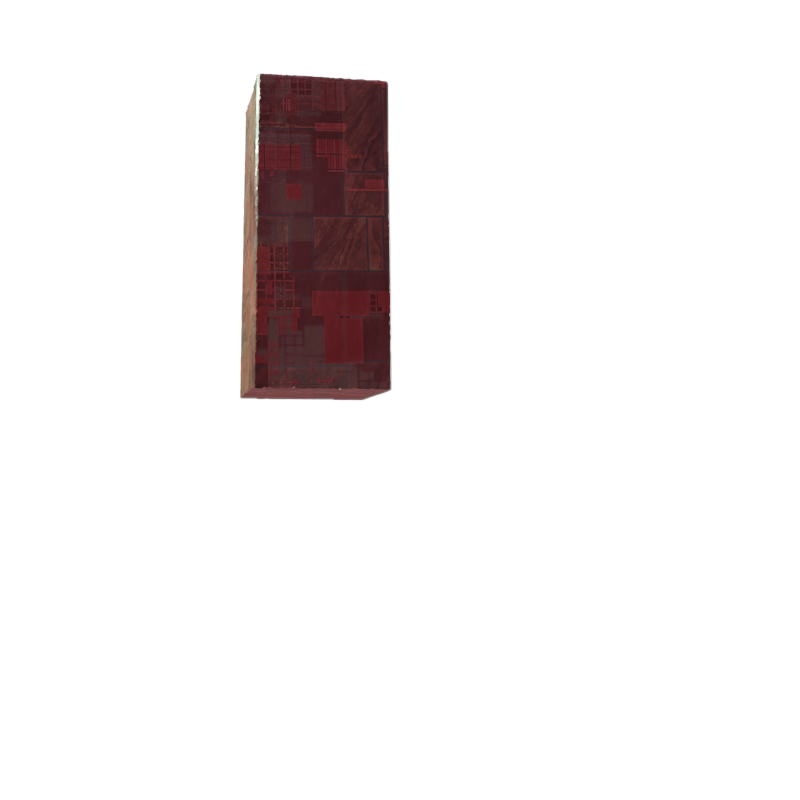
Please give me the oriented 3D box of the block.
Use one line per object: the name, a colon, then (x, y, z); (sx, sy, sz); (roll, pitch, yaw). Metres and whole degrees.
block: (-0.059, -0.107, 0.753); (0.089, 0.212, 0.089); (1, -11, -11)
